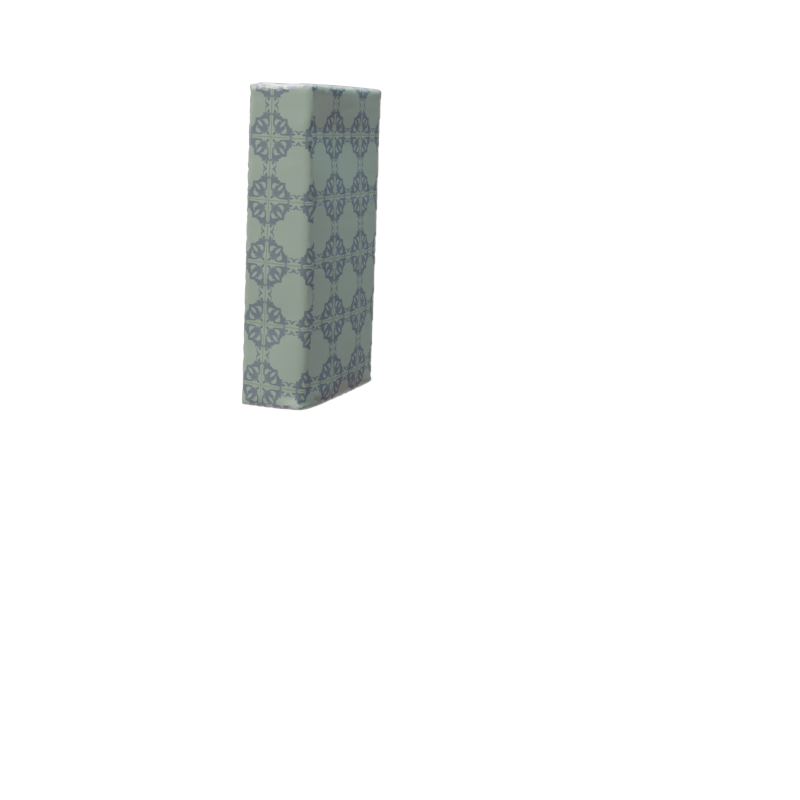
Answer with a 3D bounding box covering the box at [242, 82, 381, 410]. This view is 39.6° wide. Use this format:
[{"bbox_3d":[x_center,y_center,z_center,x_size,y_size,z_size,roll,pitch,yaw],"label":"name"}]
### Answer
[{"bbox_3d":[-0.049,-0.090,0.629,0.050,0.174,0.092,3,7,23],"label":"box"}]
